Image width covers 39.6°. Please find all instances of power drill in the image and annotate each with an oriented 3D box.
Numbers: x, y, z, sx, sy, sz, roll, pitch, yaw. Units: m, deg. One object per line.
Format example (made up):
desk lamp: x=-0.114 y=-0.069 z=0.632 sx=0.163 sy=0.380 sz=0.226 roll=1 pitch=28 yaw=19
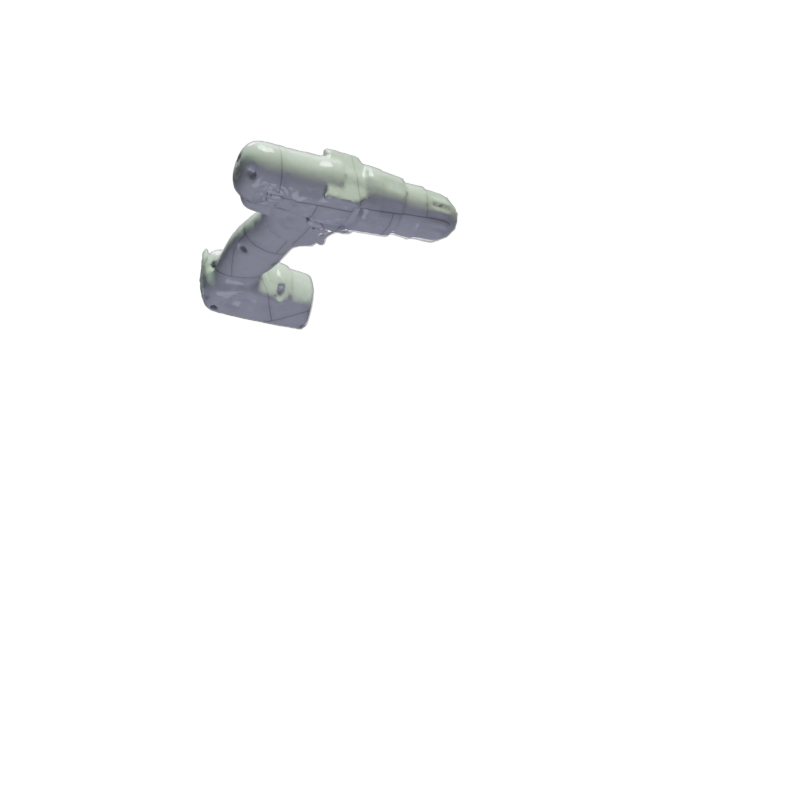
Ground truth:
power drill: x=-0.071 y=-0.129 z=0.902 sx=0.178 sy=0.061 sz=0.182 roll=15 pitch=-36 yaw=-22
